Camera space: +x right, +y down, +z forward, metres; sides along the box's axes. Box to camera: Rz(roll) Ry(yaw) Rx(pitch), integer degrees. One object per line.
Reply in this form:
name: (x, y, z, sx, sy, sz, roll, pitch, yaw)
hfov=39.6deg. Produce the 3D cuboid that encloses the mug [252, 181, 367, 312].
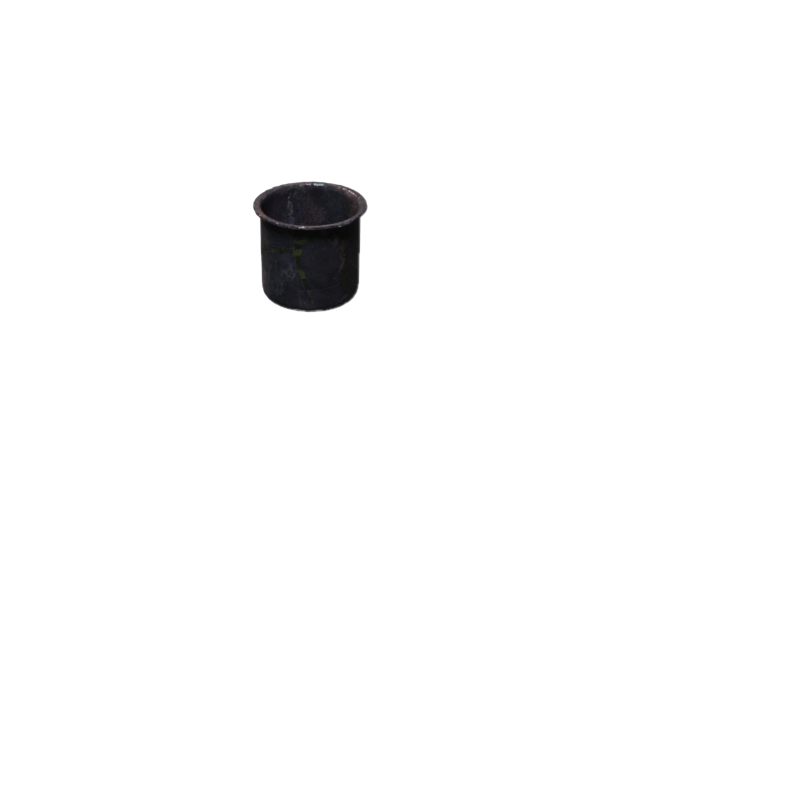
mug: (-0.073, -0.132, 0.926, 0.094, 0.077, 0.123, 5, 31, 7)
